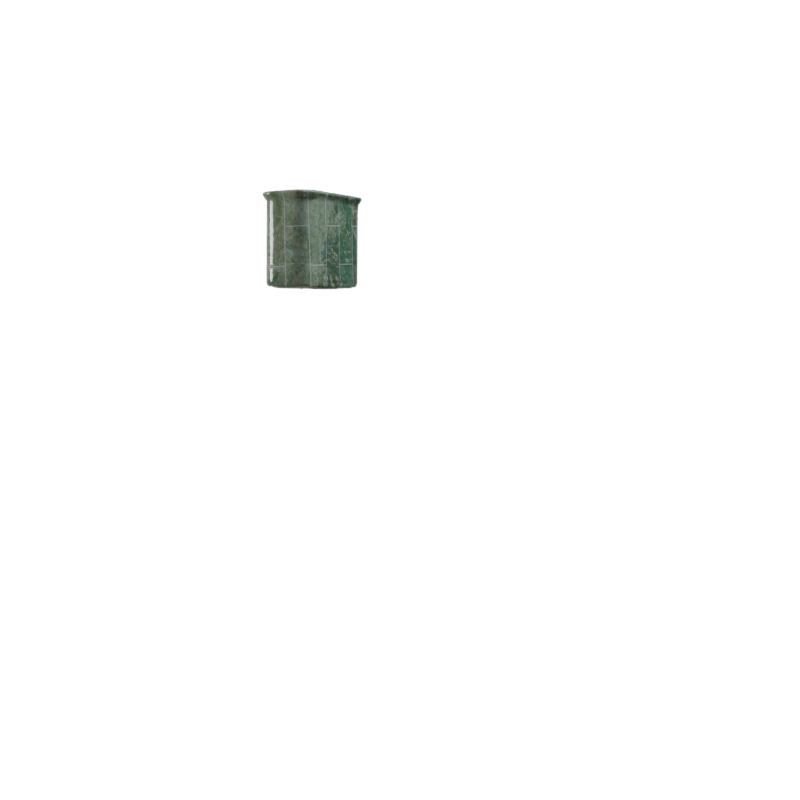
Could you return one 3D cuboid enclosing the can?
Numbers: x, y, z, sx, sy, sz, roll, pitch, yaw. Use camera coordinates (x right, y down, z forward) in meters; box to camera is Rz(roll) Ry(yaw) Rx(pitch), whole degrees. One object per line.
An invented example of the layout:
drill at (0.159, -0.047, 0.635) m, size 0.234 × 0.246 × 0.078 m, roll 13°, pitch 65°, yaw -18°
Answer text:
can at (-0.078, -0.142, 0.993) m, size 0.059 × 0.084 × 0.098 m, roll 0°, pitch 1°, yaw 30°
